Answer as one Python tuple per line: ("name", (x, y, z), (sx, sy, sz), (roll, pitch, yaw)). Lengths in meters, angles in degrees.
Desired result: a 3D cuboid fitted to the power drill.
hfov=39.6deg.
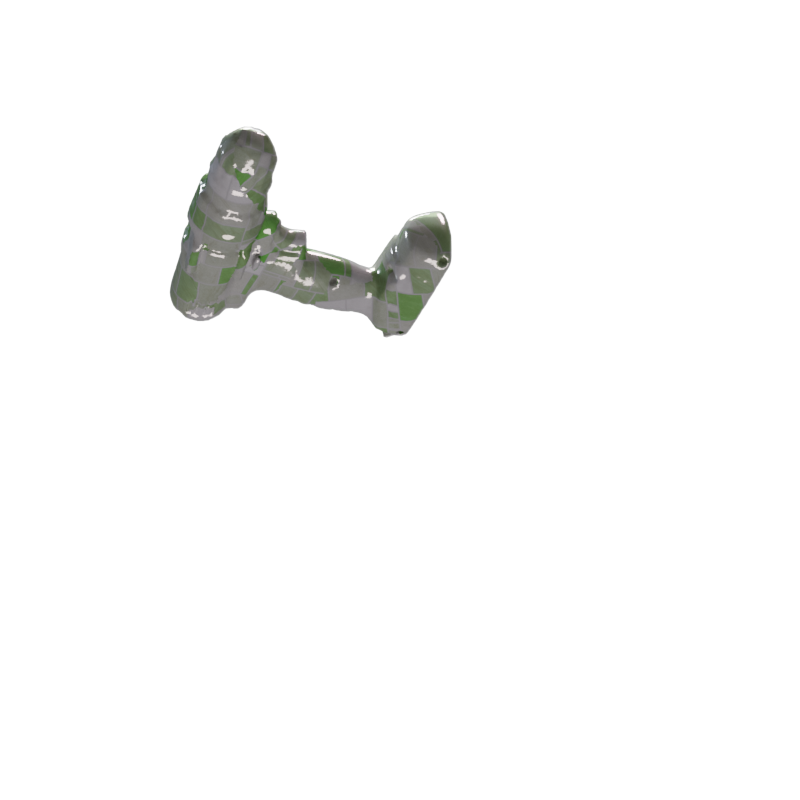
("power drill", (-0.063, -0.114, 0.801), (0.183, 0.061, 0.176), (11, -36, -15))
